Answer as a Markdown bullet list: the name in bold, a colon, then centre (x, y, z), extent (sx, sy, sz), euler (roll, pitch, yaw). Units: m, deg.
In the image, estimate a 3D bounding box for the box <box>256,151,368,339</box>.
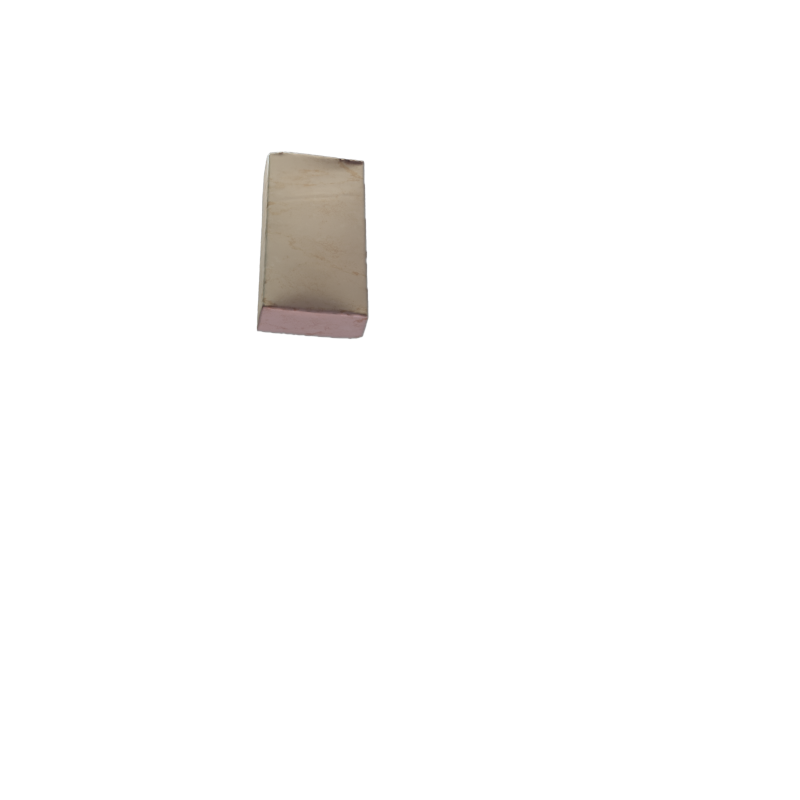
- **box**: centre (-0.077, -0.141, 0.985), extent (0.092, 0.188, 0.045), euler (4, -33, -9)
